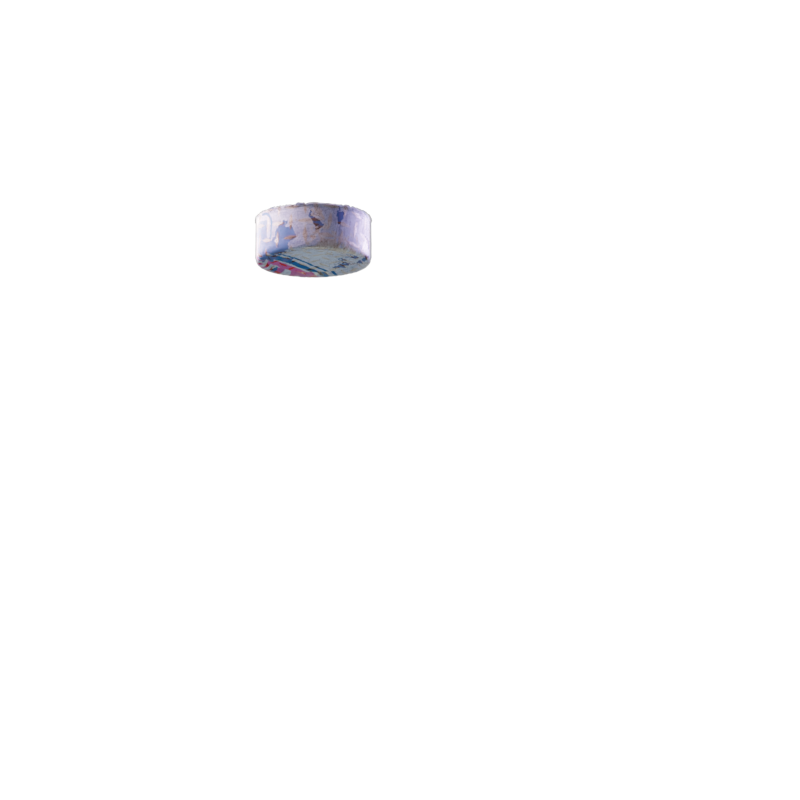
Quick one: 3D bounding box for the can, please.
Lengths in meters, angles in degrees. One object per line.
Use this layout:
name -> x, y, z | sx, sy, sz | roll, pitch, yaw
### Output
can -> -0.063, -0.115, 0.807 | 0.086, 0.035, 0.083 | 0, -9, -2
